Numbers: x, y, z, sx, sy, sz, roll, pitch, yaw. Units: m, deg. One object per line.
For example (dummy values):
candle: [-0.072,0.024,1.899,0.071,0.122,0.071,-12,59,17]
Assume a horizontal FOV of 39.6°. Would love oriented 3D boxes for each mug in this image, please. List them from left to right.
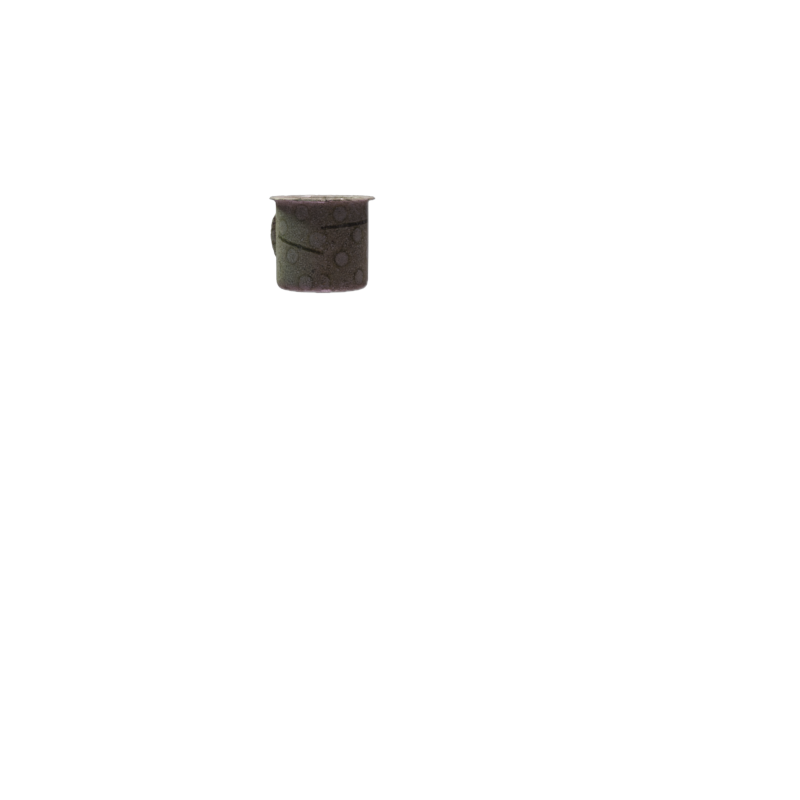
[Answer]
mug: [-0.077,-0.141,0.987,0.090,0.080,0.123,-8,13,-42]
